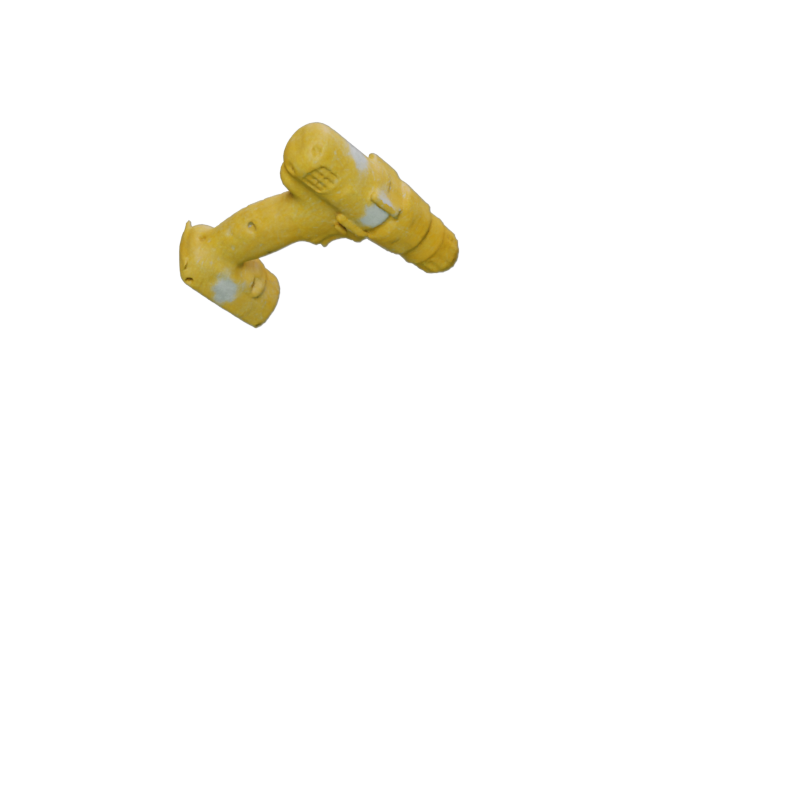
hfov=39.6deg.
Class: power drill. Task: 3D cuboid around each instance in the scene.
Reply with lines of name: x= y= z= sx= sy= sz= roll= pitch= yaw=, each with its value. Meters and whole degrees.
power drill: x=-0.070 y=-0.127 z=0.890 sx=0.187 sy=0.062 sz=0.172 roll=-28 pitch=-46 yaw=30
